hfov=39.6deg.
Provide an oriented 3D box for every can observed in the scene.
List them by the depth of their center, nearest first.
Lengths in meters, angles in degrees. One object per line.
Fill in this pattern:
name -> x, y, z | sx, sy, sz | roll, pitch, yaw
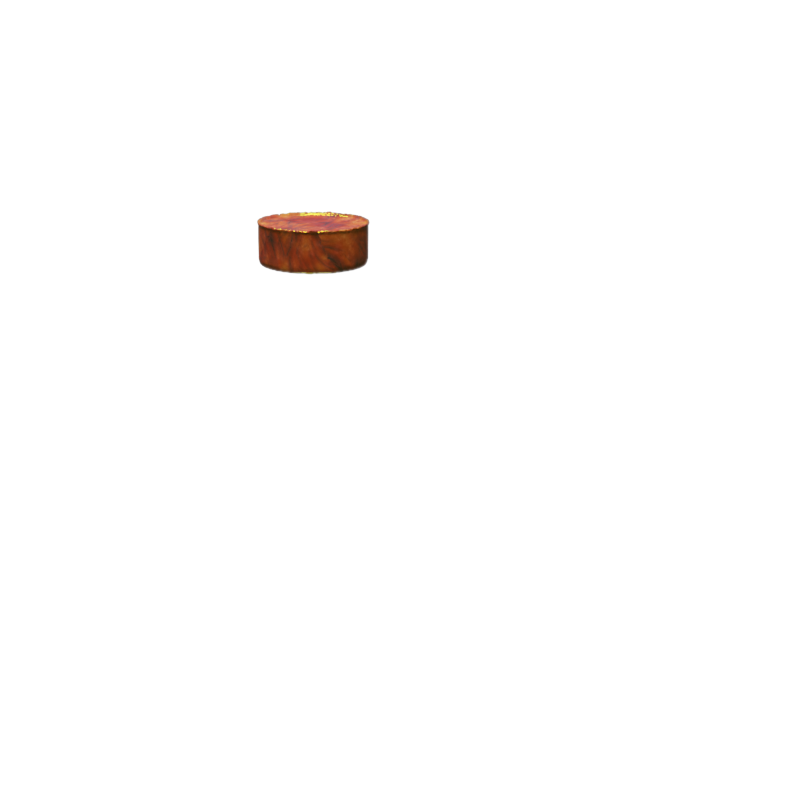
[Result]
can -> -0.067, -0.122, 0.851 | 0.086, 0.032, 0.089 | -1, 18, -2
